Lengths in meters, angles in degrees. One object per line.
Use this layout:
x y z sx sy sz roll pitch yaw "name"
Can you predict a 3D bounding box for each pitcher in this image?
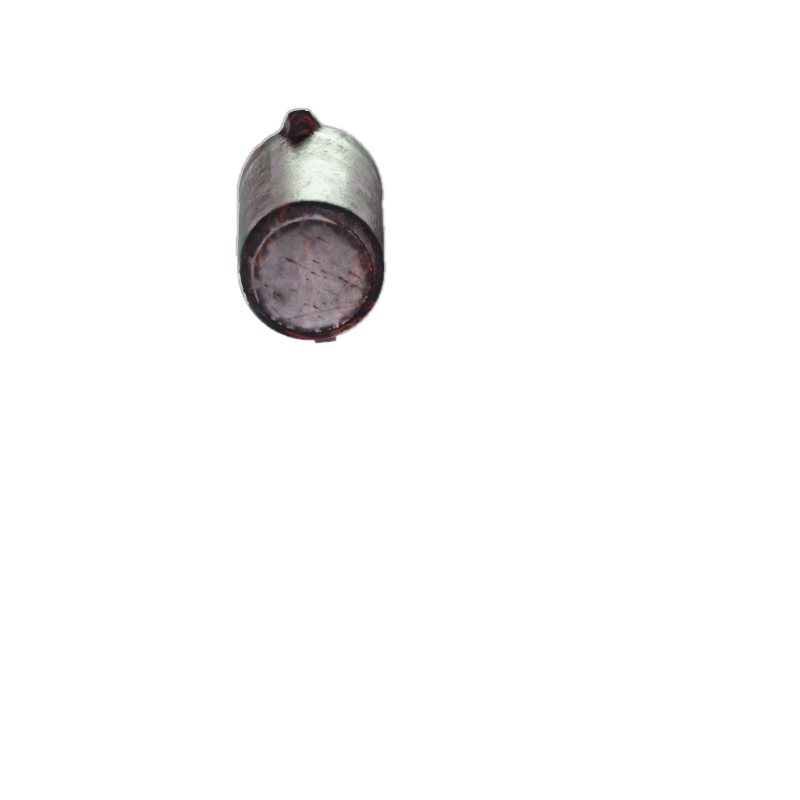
-0.072 -0.131 0.915 0.144 0.143 0.255 37 16 -17 "pitcher"
